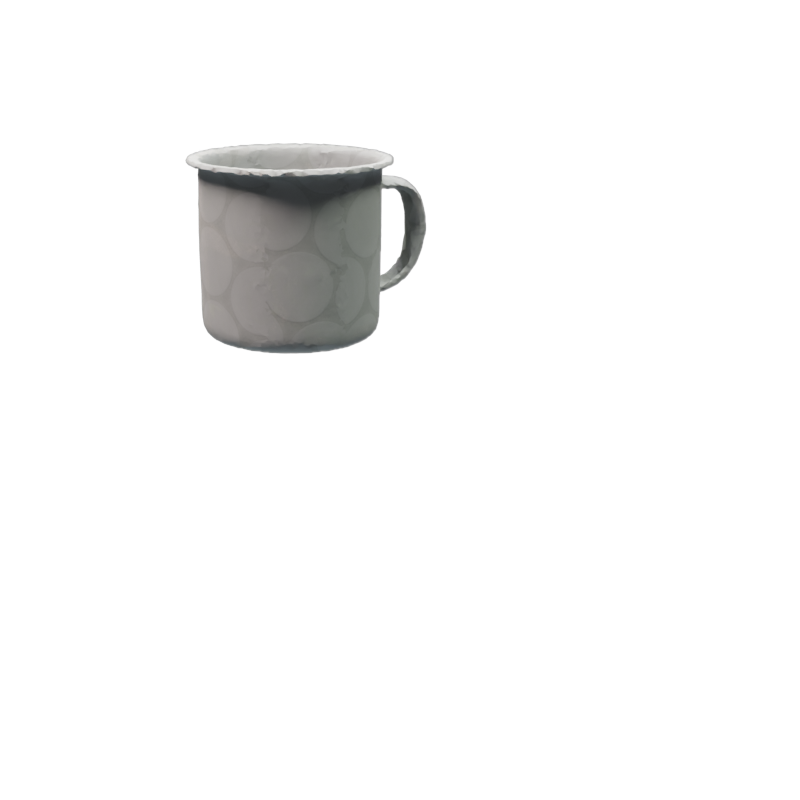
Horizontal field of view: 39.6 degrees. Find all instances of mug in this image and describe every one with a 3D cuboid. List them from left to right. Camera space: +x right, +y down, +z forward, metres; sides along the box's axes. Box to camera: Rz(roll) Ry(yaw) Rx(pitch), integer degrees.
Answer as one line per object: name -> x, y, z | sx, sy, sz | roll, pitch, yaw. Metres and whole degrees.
mug -> -0.040, -0.073, 0.509 | 0.114, 0.079, 0.099 | -10, 20, -31
